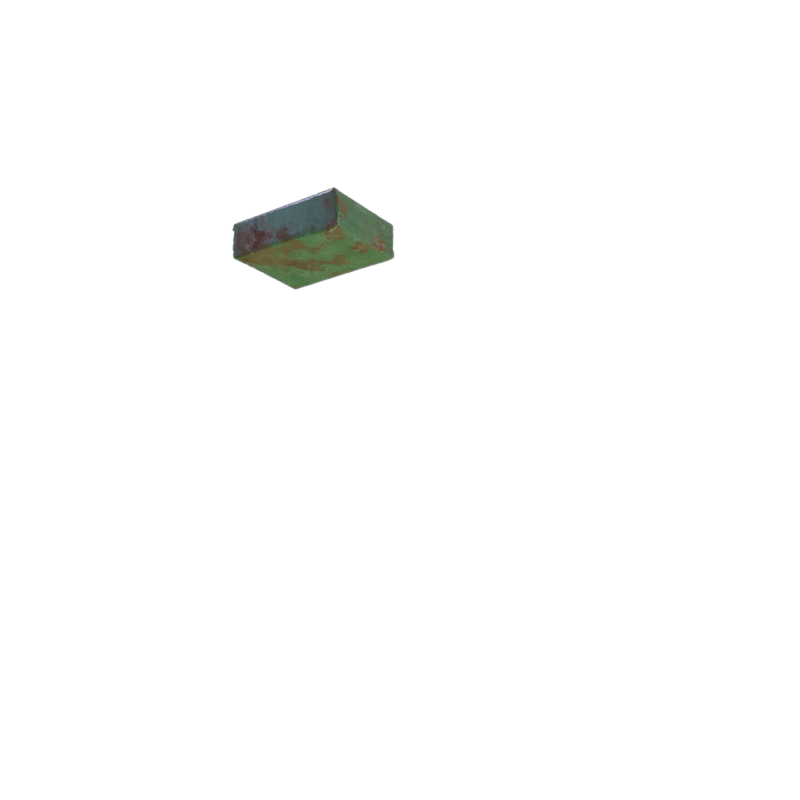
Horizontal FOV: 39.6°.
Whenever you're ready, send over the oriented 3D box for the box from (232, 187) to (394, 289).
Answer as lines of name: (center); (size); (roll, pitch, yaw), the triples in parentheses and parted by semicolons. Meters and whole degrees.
box: (-0.075, -0.137, 0.961); (0.116, 0.041, 0.084); (-12, -21, 32)
